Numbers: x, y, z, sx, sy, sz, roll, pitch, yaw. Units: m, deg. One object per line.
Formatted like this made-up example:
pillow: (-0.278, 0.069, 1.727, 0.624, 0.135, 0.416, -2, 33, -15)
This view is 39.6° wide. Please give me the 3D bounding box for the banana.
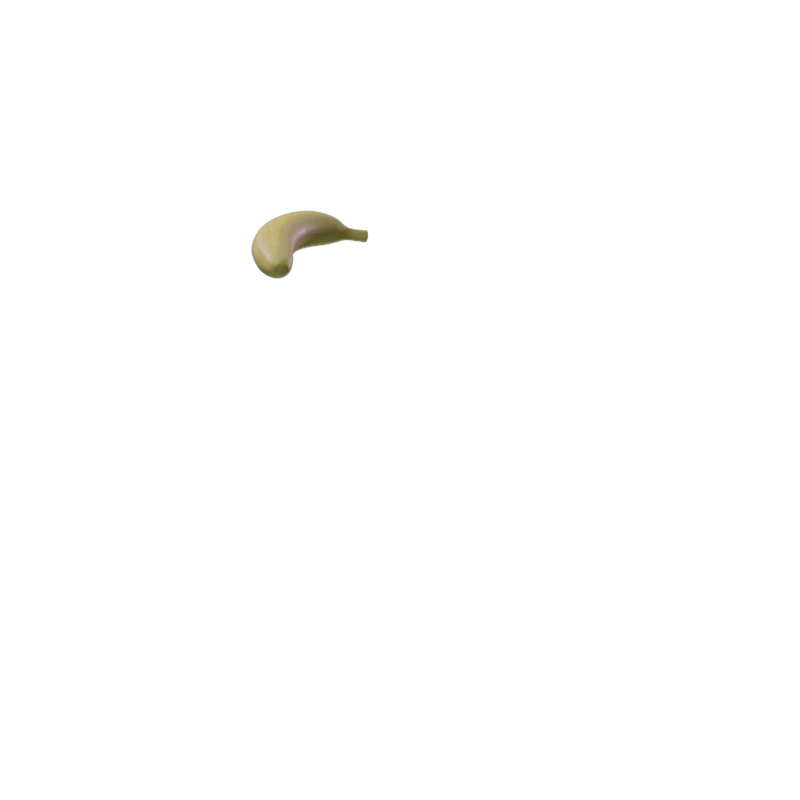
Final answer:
banana: (-0.094, -0.146, 1.004, 0.072, 0.035, 0.199, 7, 20, 19)
